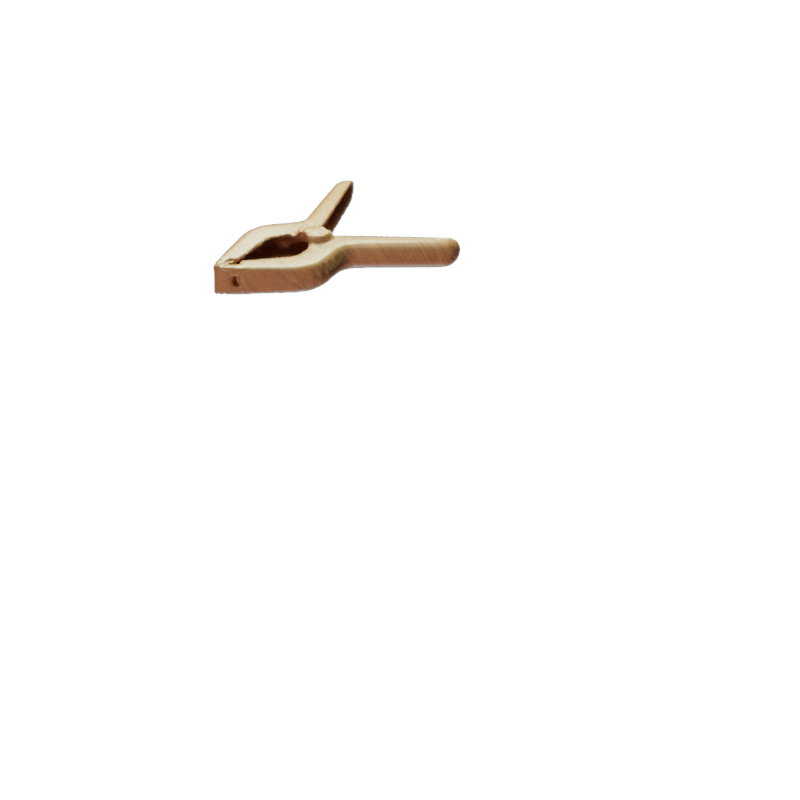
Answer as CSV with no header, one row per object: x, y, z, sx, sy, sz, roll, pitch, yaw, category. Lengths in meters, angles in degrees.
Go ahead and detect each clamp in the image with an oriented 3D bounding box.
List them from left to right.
-0.077,-0.140,0.981,0.207,0.034,0.177,-18,37,-26,clamp
